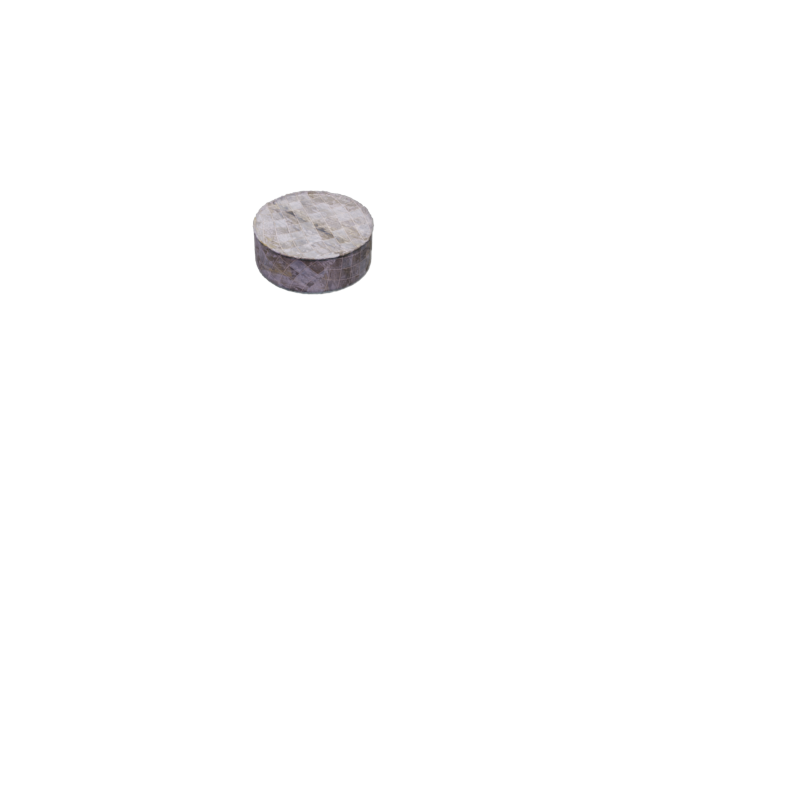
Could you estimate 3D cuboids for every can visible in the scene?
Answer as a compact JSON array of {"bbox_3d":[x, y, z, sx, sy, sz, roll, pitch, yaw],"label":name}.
[{"bbox_3d":[-0.062,-0.113,0.793,0.086,0.031,0.092,-1,40,-2],"label":"can"}]
